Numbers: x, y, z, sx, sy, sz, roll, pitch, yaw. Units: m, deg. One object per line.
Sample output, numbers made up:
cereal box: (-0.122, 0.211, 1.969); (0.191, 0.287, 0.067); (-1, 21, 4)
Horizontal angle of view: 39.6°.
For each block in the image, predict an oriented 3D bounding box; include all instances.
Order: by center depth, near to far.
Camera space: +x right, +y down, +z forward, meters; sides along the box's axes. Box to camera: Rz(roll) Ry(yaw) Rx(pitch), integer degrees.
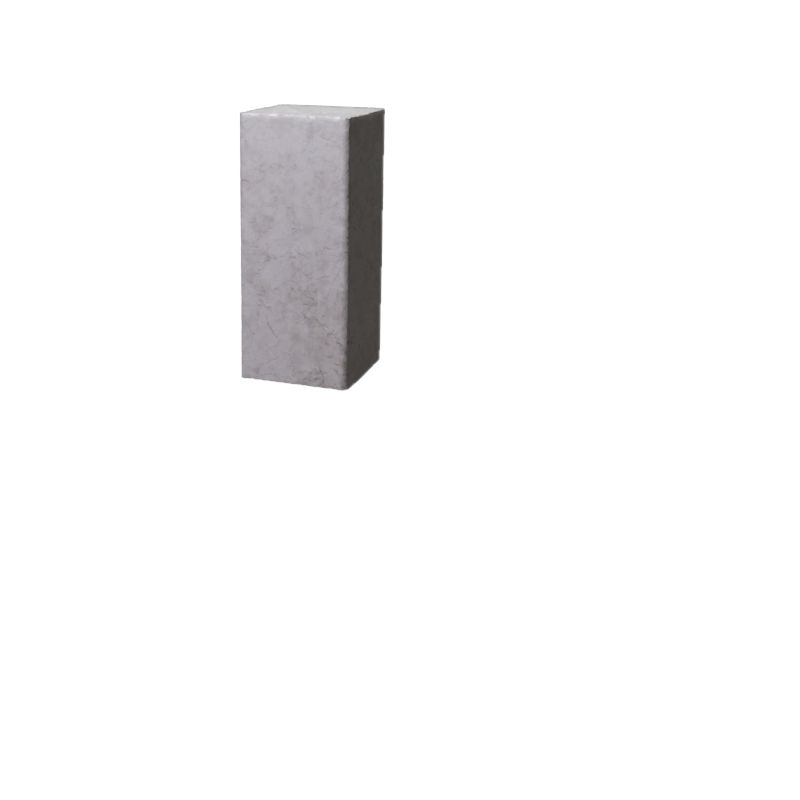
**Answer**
block: (-0.067, -0.124, 0.867); (0.093, 0.200, 0.090); (5, 14, 18)
